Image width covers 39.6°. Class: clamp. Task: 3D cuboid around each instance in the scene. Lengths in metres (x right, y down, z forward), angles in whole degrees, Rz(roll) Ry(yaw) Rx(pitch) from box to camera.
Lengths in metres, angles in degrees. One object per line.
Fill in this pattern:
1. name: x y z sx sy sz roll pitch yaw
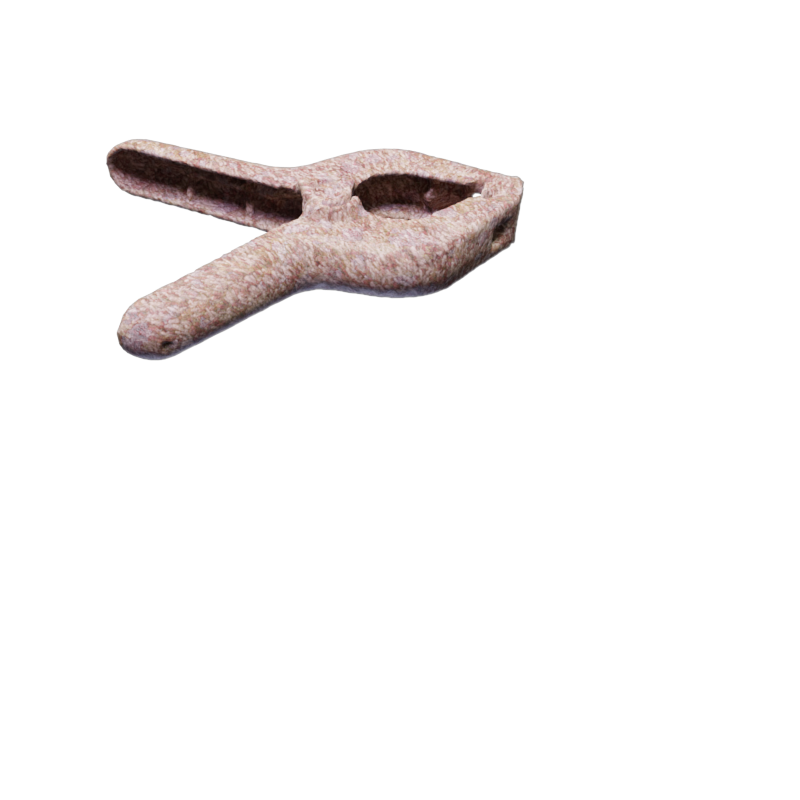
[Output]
1. clamp: -0.034 -0.062 0.431 0.171 0.129 0.036 -2 -42 -2
